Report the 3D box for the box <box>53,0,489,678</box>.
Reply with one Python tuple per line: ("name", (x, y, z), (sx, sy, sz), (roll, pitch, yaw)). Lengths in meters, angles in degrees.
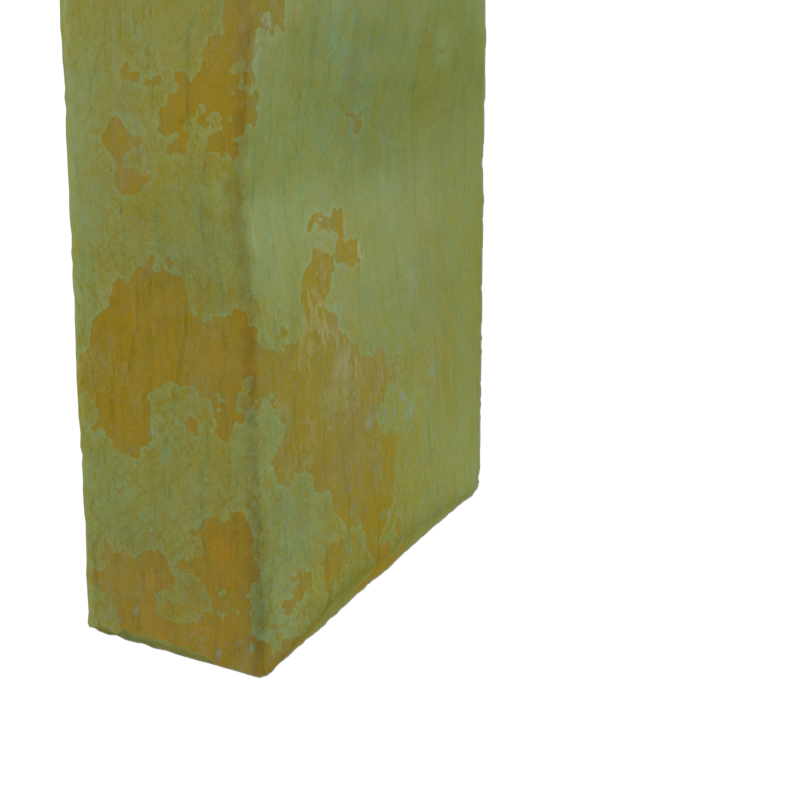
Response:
("box", (-0.028, -0.051, 0.360), (0.074, 0.209, 0.162), (5, 12, 26))
